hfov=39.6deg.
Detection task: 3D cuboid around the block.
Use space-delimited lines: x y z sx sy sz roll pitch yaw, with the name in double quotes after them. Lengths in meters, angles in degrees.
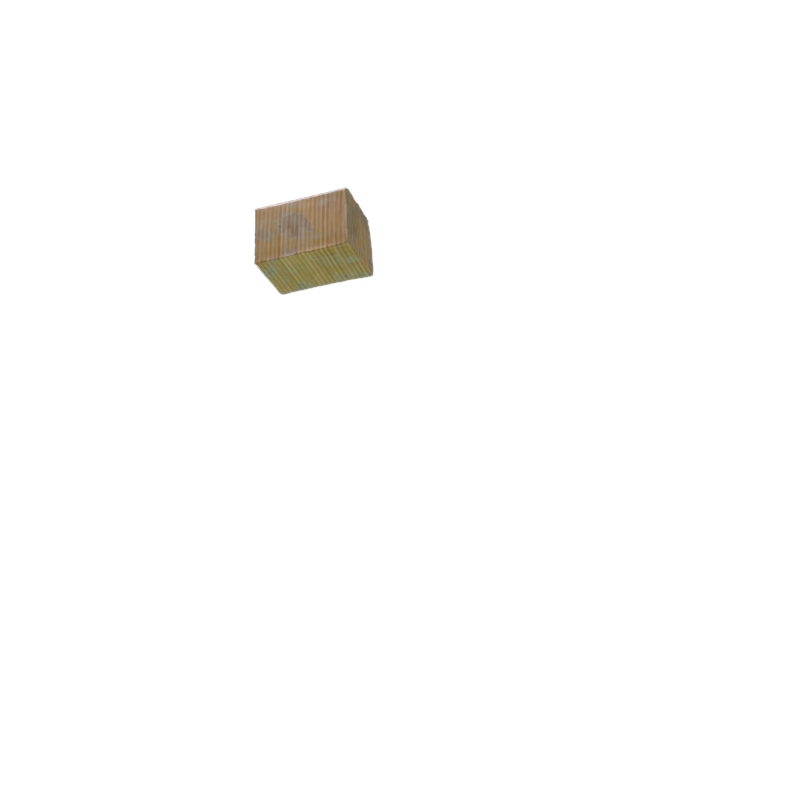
-0.066 -0.120 0.840 0.079 0.054 0.049 -10 -30 17 "block"
